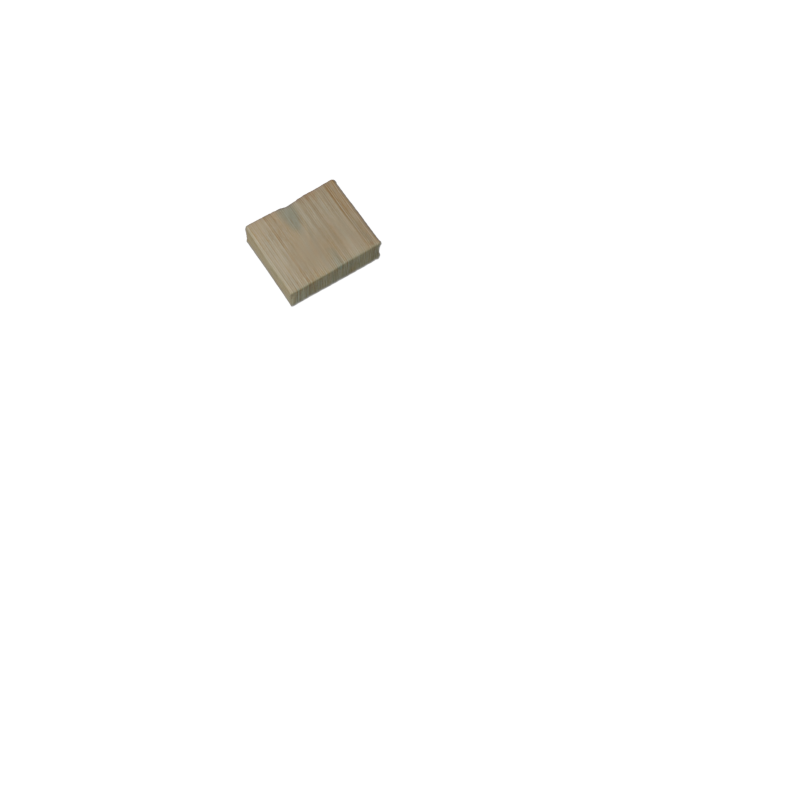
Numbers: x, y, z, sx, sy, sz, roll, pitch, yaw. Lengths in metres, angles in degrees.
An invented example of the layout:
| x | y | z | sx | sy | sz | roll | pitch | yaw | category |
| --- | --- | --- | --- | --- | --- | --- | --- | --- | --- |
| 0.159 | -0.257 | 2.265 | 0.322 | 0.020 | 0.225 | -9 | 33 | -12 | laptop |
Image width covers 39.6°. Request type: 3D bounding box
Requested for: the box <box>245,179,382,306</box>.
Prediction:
| x | y | z | sx | sy | sz | roll | pitch | yaw | category |
| --- | --- | --- | --- | --- | --- | --- | --- | --- | --- |
| -0.071 | -0.130 | 0.910 | 0.089 | 0.077 | 0.028 | -30 | -22 | -14 | box |
